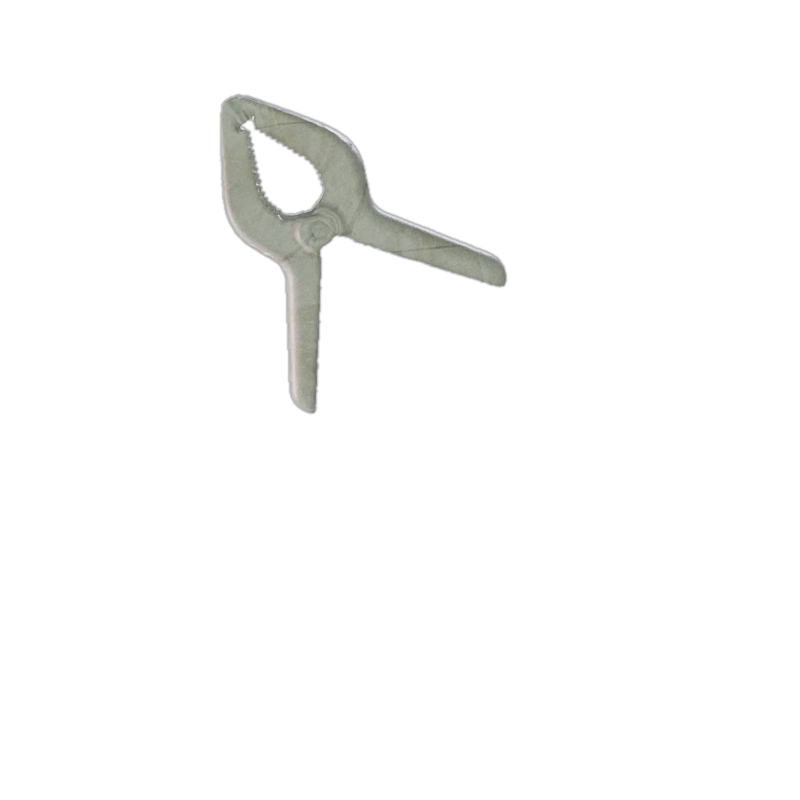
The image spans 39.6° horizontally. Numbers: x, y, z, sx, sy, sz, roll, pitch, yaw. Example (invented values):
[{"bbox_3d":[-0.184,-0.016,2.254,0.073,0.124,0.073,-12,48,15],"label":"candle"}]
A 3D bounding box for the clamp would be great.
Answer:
[{"bbox_3d":[-0.057,-0.103,0.724,0.164,0.206,0.037,-41,7,6],"label":"clamp"}]
